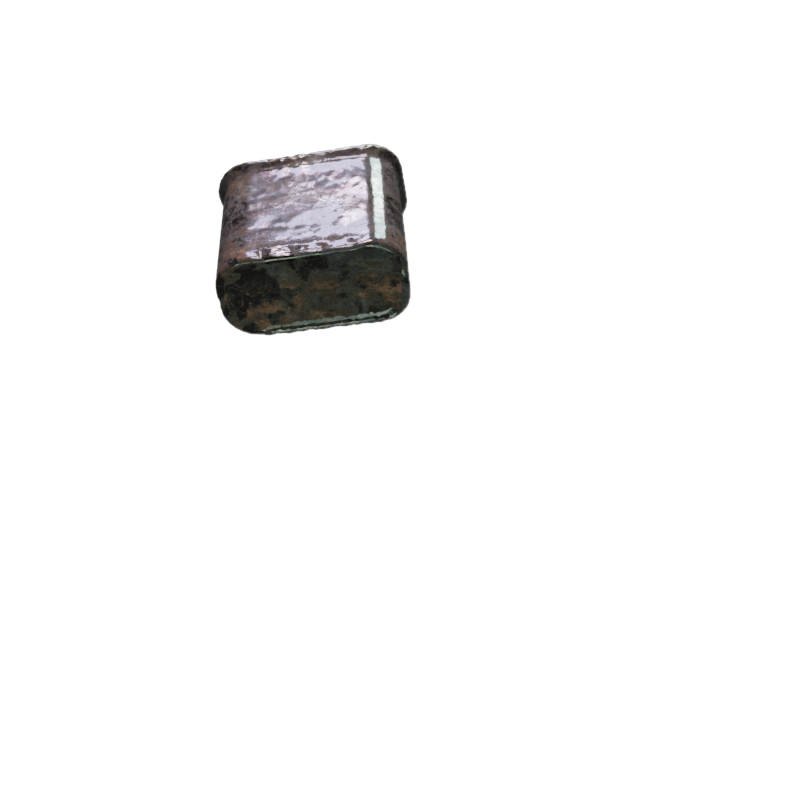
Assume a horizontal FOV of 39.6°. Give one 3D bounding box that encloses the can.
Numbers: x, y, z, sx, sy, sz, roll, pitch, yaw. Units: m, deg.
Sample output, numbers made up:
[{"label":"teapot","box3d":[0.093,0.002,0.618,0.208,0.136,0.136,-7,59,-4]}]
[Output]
[{"label":"can","box3d":[-0.046,-0.083,0.582,0.102,0.053,0.090,-8,43,5]}]
